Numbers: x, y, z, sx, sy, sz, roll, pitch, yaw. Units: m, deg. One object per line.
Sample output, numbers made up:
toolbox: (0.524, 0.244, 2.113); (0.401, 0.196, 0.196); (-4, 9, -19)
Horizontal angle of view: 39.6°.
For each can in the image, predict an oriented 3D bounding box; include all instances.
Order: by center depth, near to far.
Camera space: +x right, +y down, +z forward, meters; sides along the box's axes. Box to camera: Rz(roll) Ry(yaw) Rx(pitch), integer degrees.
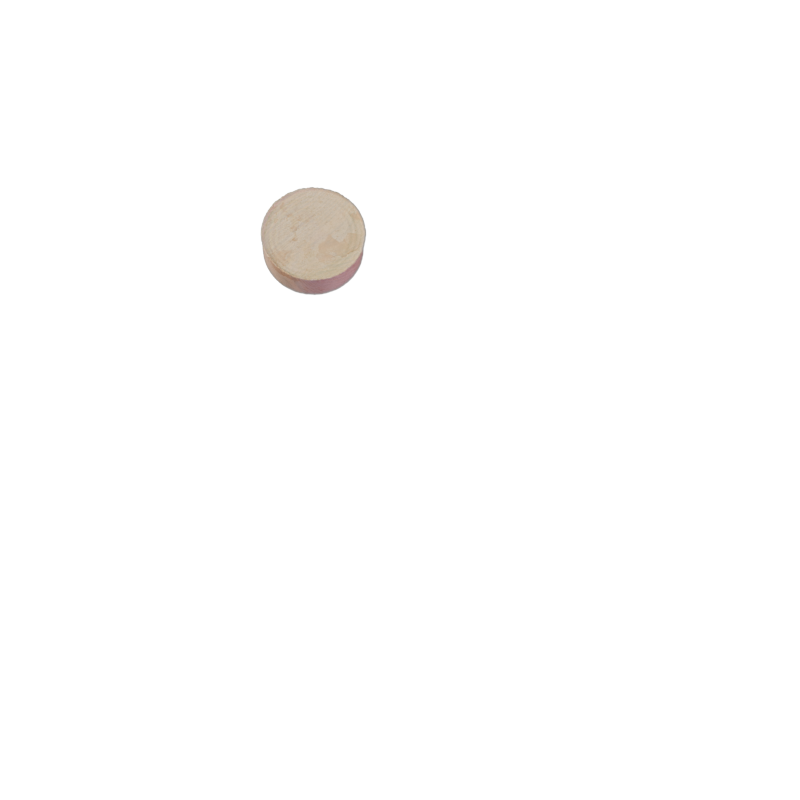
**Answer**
can: (-0.072, -0.131, 0.917); (0.086, 0.091, 0.032); (-1, -25, -1)
